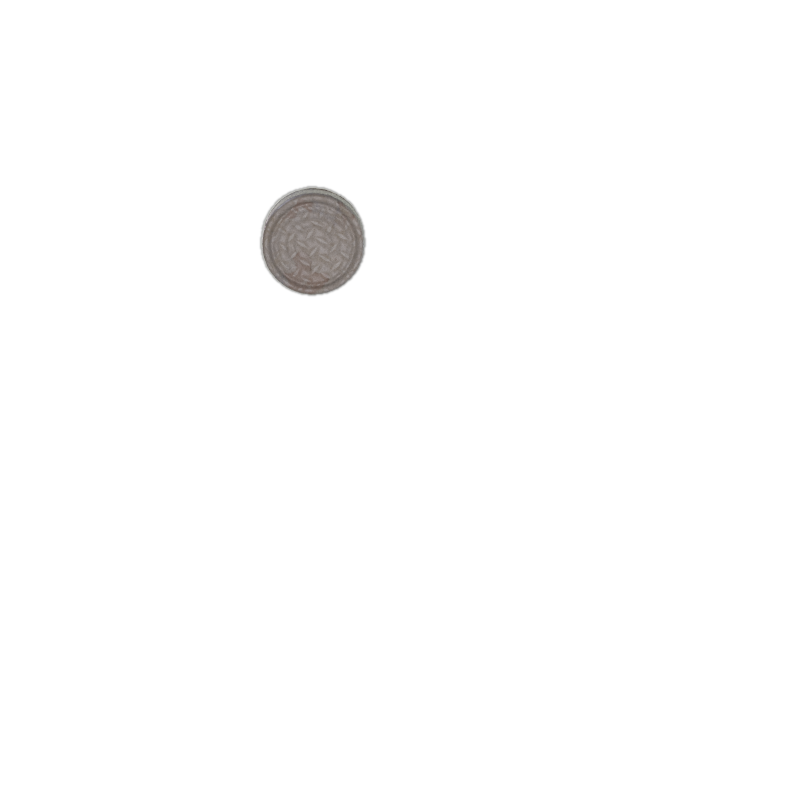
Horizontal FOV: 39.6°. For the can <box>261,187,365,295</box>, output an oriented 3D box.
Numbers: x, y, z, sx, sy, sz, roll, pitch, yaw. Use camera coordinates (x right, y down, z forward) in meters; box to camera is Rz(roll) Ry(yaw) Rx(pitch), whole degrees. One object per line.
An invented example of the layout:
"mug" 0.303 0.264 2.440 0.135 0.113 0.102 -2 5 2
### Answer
"can" -0.071 -0.130 0.912 0.086 0.084 0.034 0 11 -1
